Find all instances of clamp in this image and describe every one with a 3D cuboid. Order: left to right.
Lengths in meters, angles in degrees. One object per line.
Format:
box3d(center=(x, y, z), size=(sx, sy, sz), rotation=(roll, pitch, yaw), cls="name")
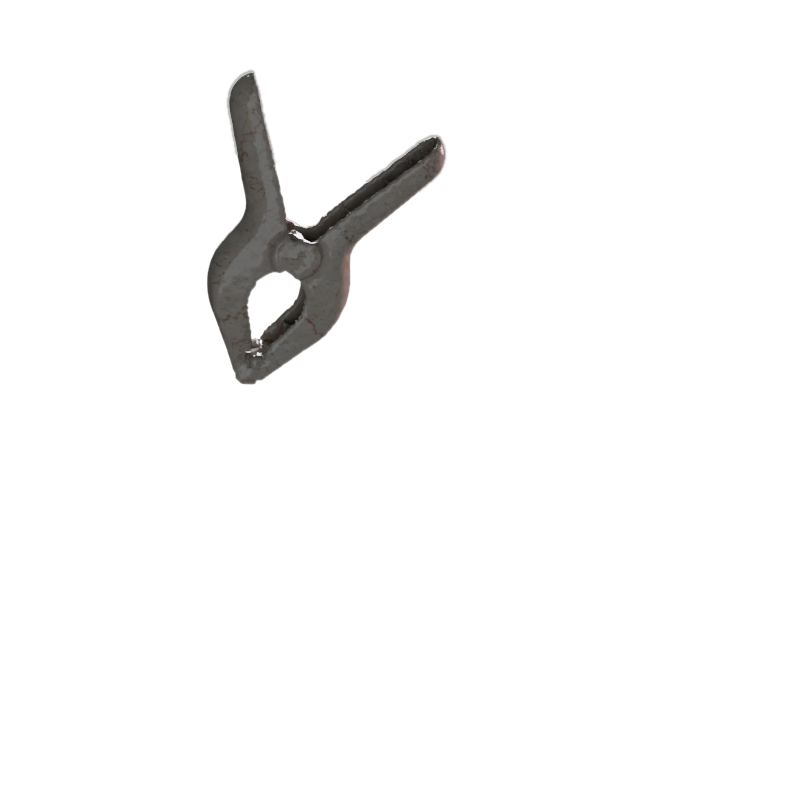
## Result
box3d(center=(-0.048, -0.087, 0.608), size=(0.119, 0.165, 0.041), rotation=(12, 22, -6), cls="clamp")
